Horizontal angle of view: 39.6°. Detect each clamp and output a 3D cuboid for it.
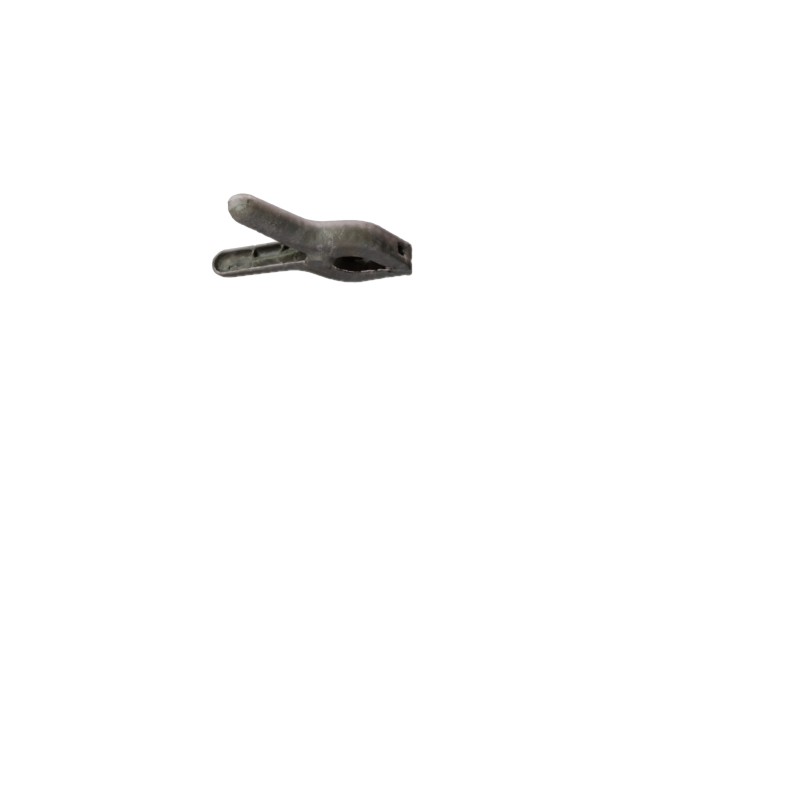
[{"bbox_3d":[-0.072,-0.131,0.918,0.171,0.041,0.116,1,-15,-4],"label":"clamp"}]
